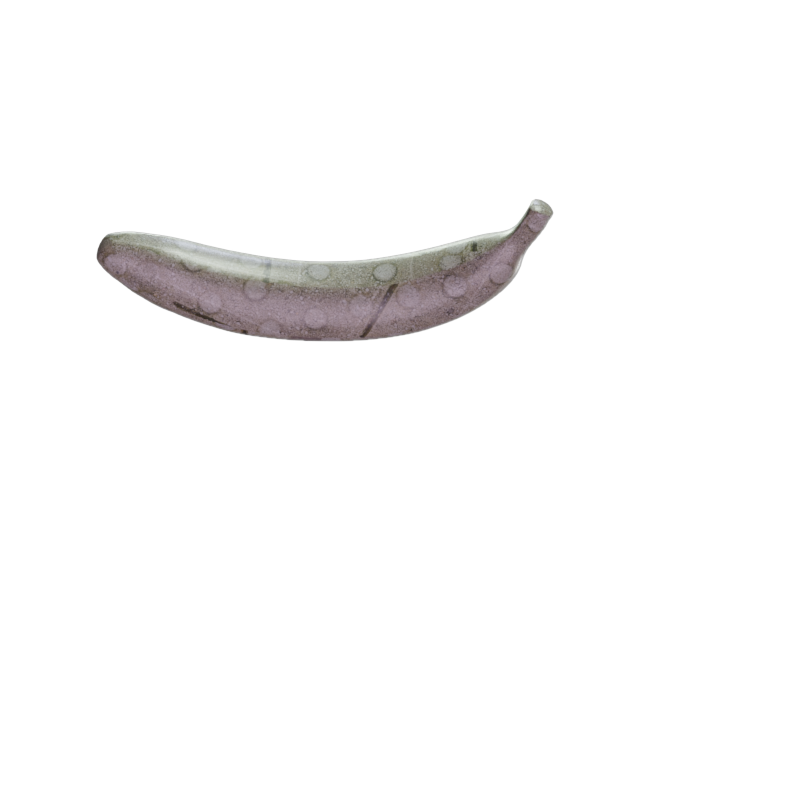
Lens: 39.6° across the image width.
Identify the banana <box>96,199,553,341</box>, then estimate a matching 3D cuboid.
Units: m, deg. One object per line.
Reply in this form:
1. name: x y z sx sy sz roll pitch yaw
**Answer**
1. banana: -0.033 -0.056 0.498 0.198 0.065 0.039 -5 34 3
